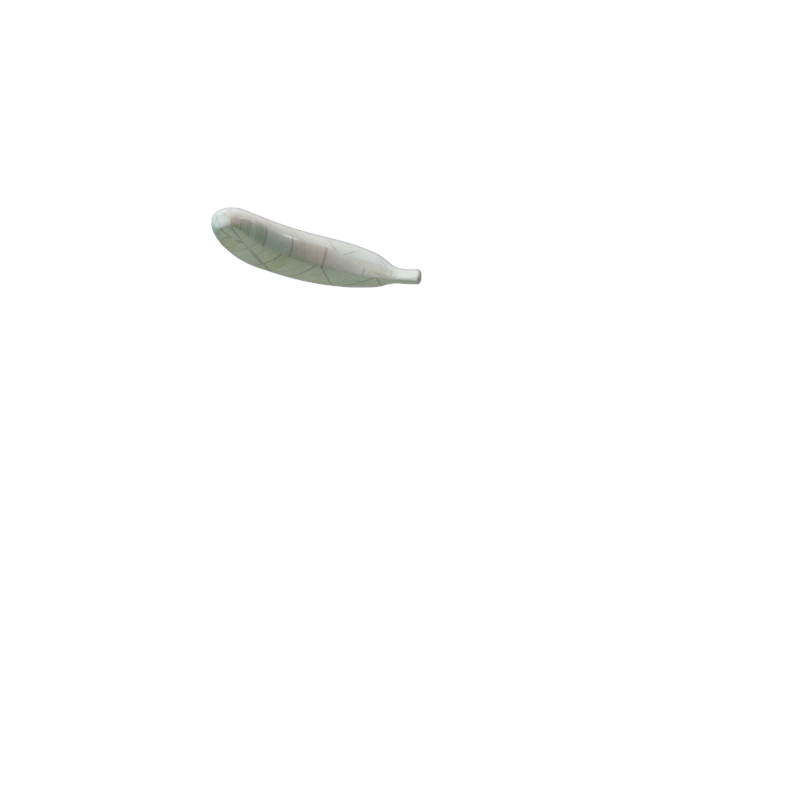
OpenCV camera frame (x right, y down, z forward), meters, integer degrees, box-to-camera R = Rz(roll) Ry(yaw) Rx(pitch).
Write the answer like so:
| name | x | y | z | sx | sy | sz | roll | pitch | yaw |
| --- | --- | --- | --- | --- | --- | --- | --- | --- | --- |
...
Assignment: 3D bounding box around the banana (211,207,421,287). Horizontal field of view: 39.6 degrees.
| name | x | y | z | sx | sy | sz | roll | pitch | yaw |
| --- | --- | --- | --- | --- | --- | --- | --- | --- | --- |
| banana | -0.075 | -0.116 | 0.852 | 0.188 | 0.038 | 0.071 | 9 | -15 | -39 |
